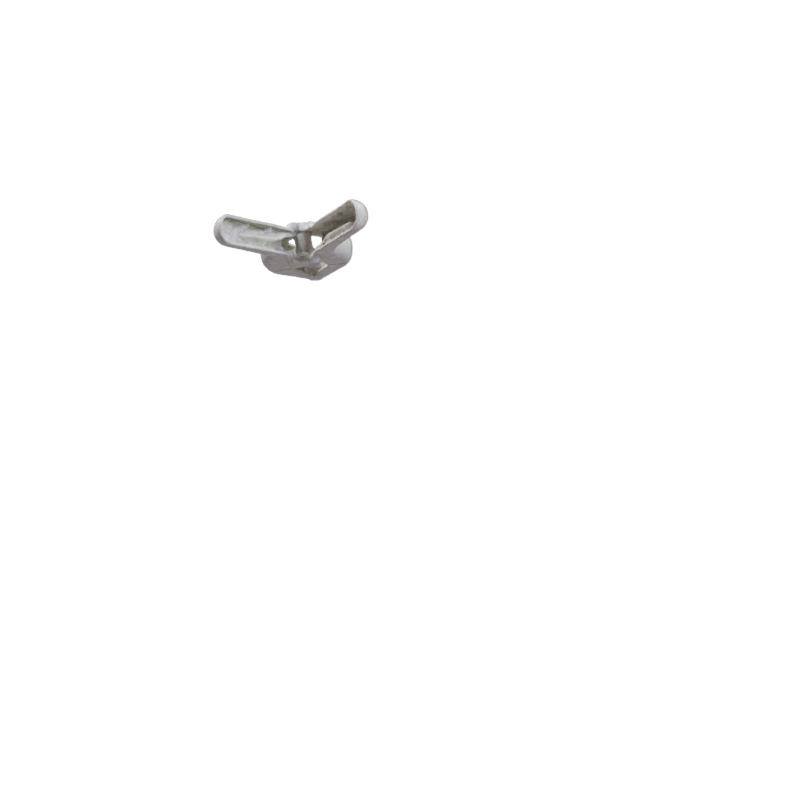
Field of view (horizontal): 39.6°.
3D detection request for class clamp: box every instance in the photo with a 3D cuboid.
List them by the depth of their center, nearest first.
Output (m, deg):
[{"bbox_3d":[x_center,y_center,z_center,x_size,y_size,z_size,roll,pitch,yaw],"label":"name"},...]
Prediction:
[{"bbox_3d":[-0.072,-0.132,0.923,0.122,0.040,0.165,-1,-3,13],"label":"clamp"}]
